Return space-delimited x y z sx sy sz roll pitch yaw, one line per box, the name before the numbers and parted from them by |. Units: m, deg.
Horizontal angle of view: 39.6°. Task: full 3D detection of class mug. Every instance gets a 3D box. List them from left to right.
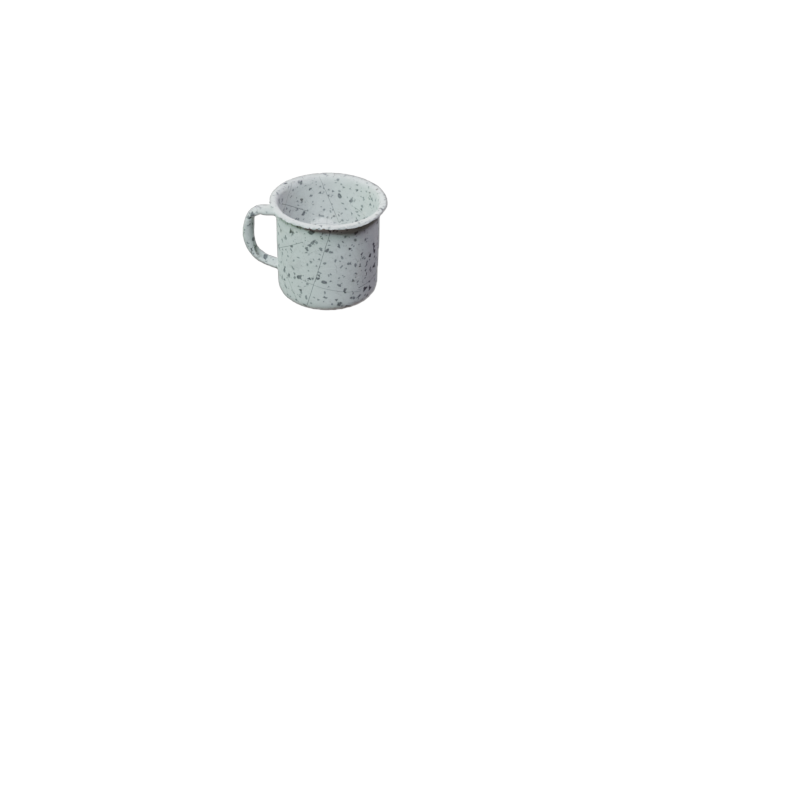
mug | -0.070 -0.127 0.892 0.119 0.076 0.098 6 35 7
